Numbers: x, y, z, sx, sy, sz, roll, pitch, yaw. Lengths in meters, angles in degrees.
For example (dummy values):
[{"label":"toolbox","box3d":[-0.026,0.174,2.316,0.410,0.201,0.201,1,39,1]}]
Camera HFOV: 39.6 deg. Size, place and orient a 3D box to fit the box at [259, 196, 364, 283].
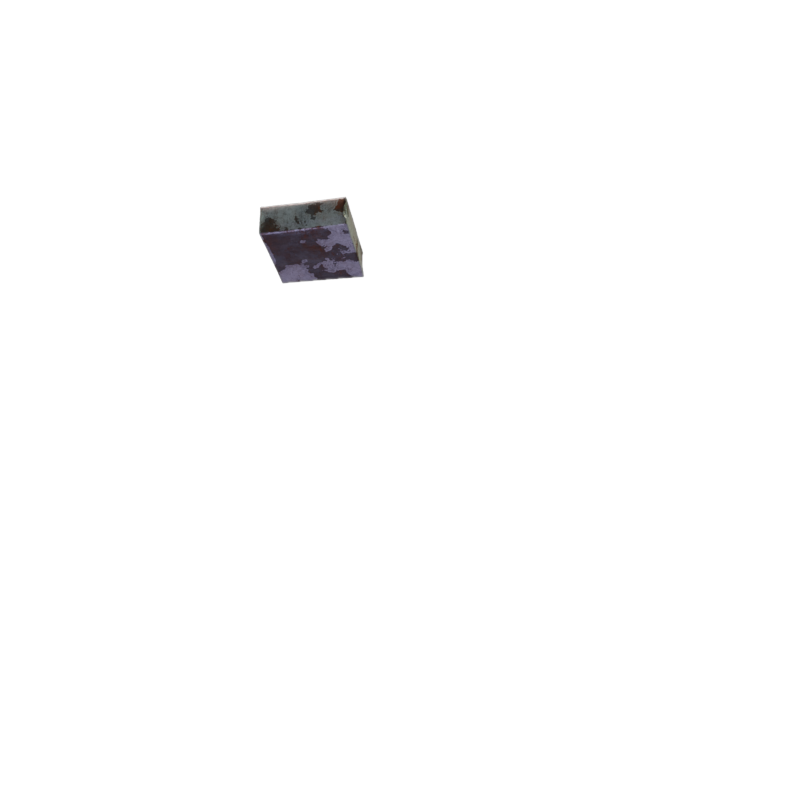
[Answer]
[{"label":"box","box3d":[-0.073,-0.133,0.933,0.074,0.032,0.083,-5,-26,9]}]
